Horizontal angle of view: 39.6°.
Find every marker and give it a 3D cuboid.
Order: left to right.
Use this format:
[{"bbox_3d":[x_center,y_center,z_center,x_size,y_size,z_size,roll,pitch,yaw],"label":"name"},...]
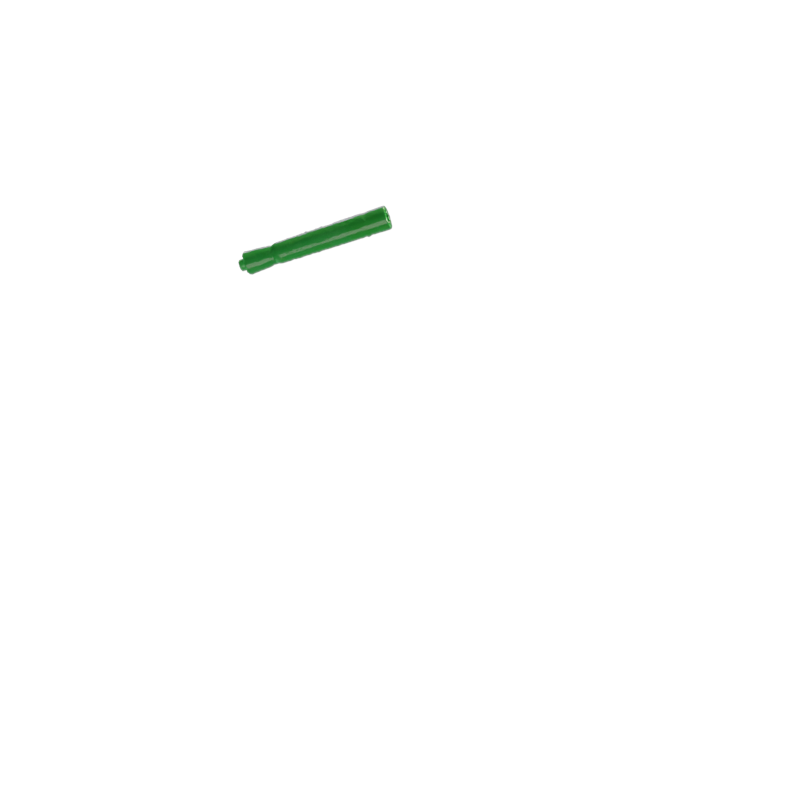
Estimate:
[{"bbox_3d":[-0.066,-0.120,0.842,0.122,0.020,0.020,-16,1,12],"label":"marker"}]
